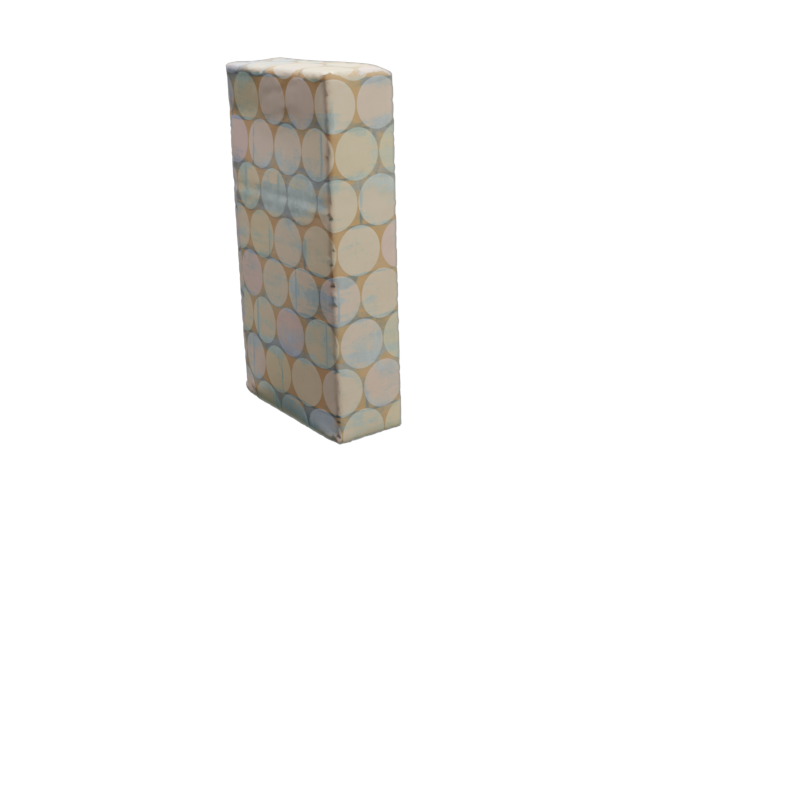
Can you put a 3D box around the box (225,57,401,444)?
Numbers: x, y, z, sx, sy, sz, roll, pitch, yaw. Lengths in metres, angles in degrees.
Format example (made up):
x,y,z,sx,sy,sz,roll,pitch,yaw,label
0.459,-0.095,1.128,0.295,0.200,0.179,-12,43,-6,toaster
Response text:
x,y,z,sx,sy,sz,roll,pitch,yaw,label
-0.043,-0.078,0.548,0.047,0.171,0.099,-9,18,-35,box
